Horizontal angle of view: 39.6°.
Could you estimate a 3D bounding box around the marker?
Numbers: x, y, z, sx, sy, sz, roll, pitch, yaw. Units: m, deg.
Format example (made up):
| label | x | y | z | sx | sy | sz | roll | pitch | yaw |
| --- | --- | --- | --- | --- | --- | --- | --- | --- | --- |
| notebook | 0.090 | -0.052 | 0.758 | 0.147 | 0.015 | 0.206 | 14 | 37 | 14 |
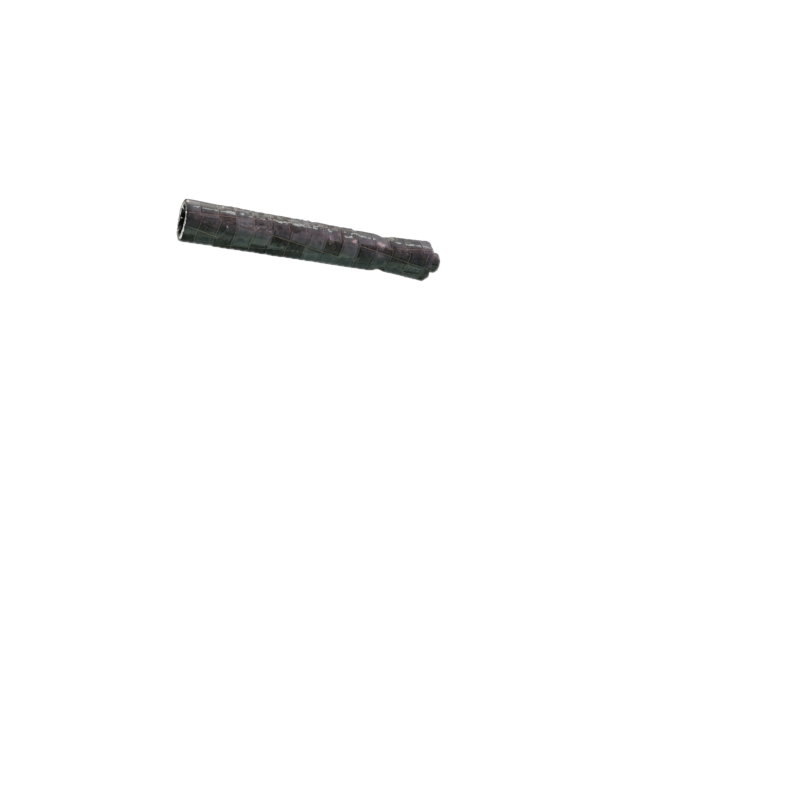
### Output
| label | x | y | z | sx | sy | sz | roll | pitch | yaw |
| --- | --- | --- | --- | --- | --- | --- | --- | --- | --- |
| marker | -0.039 | -0.071 | 0.496 | 0.118 | 0.020 | 0.020 | 7 | 1 | -17 |
